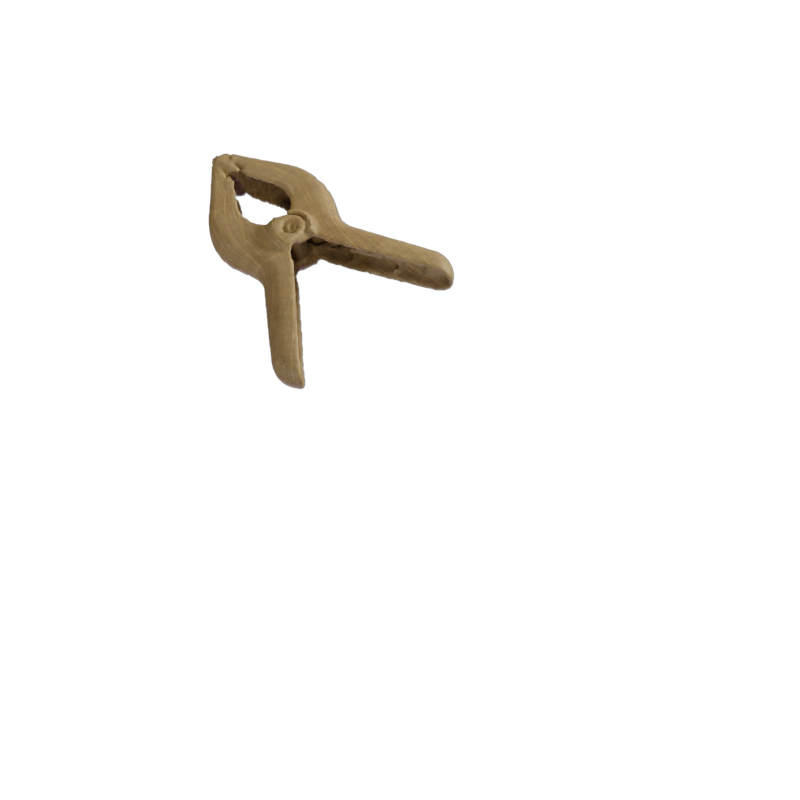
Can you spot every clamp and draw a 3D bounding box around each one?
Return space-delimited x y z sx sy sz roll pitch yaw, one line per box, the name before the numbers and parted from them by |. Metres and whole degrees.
clamp | -0.052 -0.095 0.668 0.119 0.184 0.037 -23 -32 -16
